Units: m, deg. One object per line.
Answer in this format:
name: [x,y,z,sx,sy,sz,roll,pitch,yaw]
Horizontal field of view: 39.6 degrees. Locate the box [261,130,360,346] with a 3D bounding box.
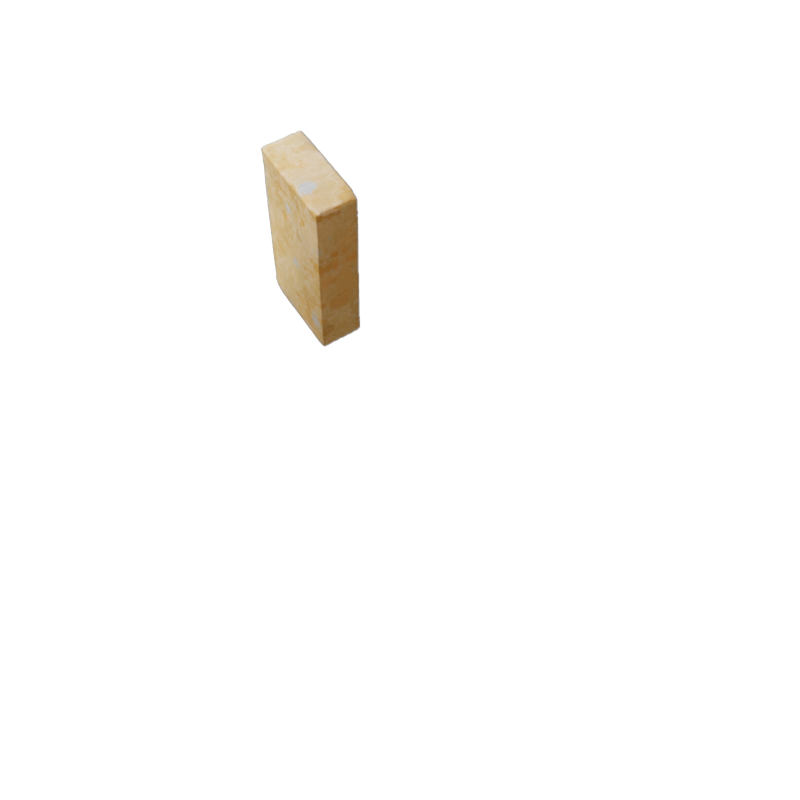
box: [-0.074,-0.135,0.947,0.048,0.100,0.165,-25,-31,-20]
